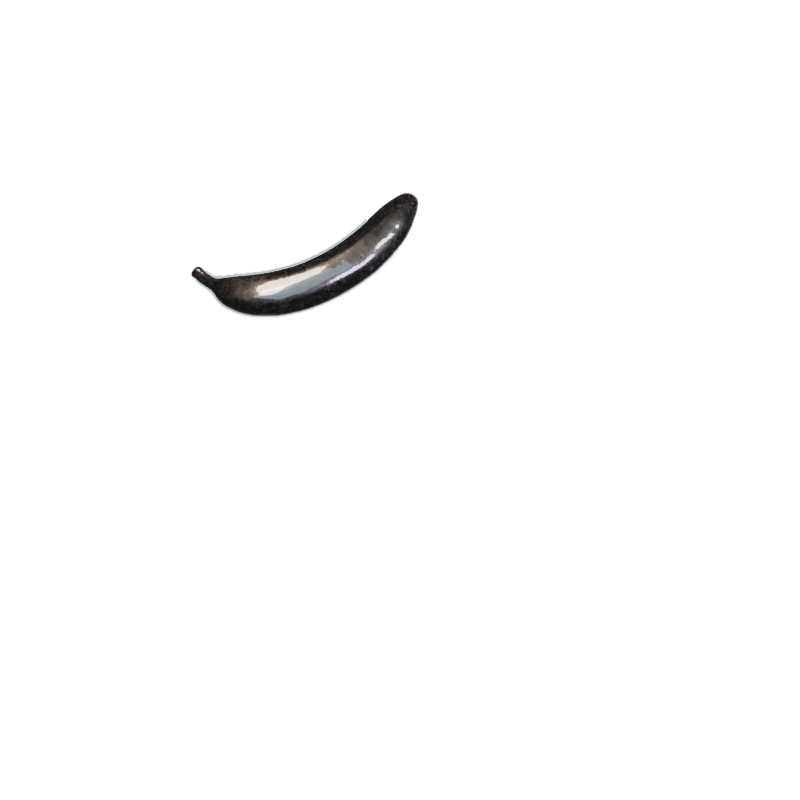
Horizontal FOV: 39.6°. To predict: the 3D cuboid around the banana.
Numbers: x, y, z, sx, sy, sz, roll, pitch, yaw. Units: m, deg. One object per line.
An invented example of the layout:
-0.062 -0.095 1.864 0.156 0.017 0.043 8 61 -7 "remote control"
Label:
-0.068 -0.111 0.903 0.197 0.073 0.035 -20 -18 -7 "banana"
